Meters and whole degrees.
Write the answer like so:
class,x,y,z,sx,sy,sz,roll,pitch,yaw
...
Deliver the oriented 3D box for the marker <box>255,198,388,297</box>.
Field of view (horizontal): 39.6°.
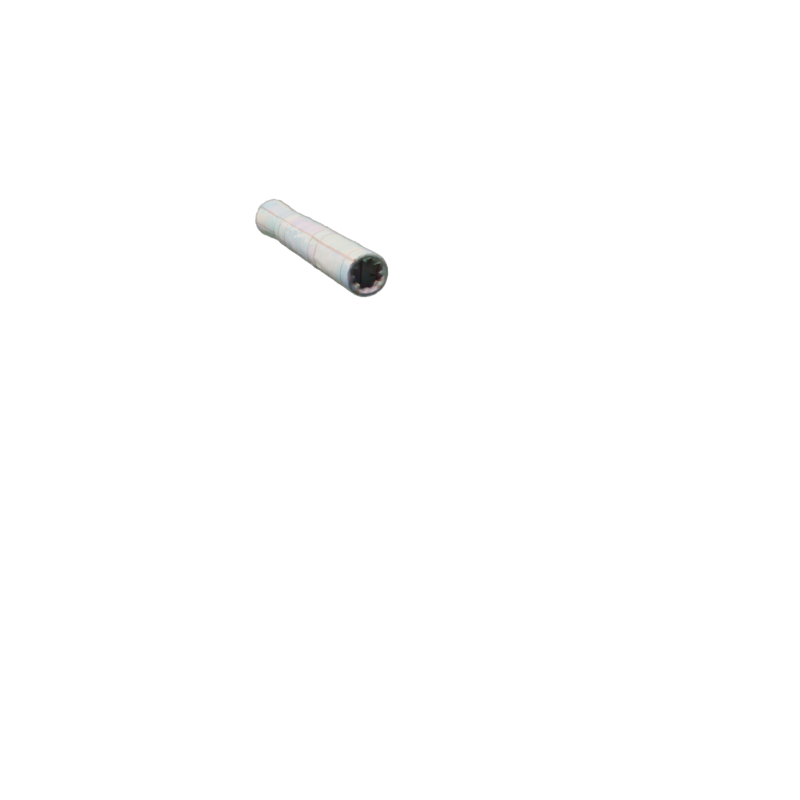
class,x,y,z,sx,sy,sz,roll,pitch,yaw
marker,-0.039,-0.071,0.495,0.019,0.019,0.128,-2,20,-25
